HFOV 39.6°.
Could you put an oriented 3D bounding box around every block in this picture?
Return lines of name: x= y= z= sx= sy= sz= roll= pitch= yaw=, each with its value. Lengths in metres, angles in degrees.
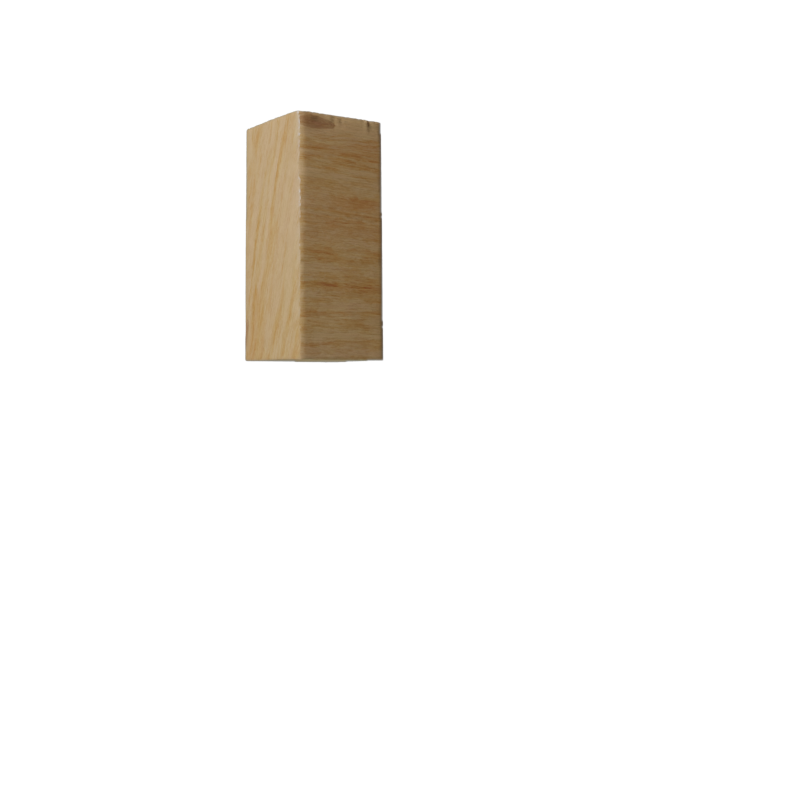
block: x=-0.075 y=-0.138 z=0.963 sx=0.087 sy=0.210 sz=0.092 roll=4 pitch=-7 yaw=-35
